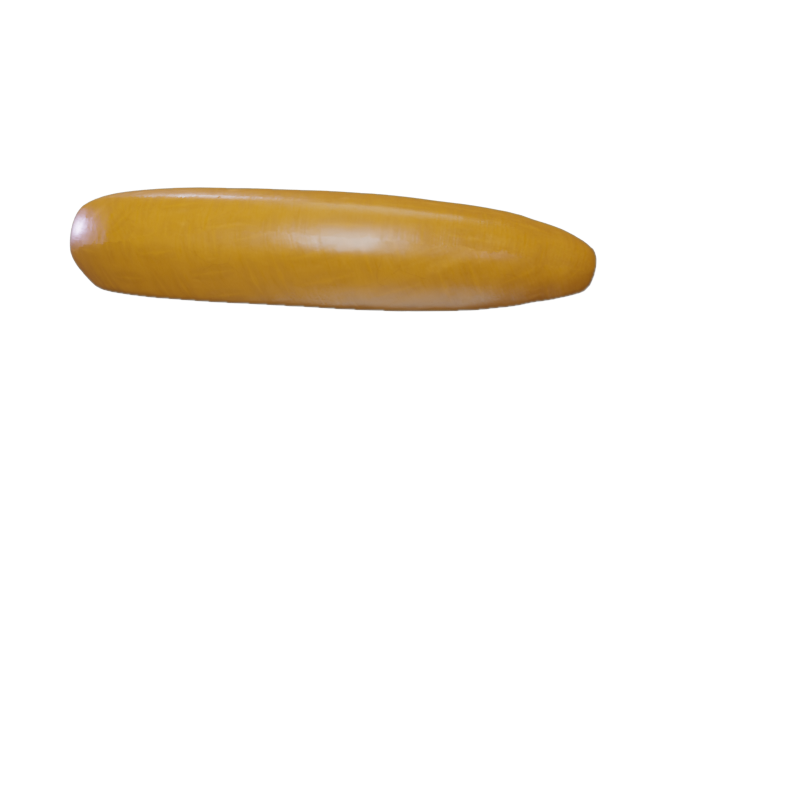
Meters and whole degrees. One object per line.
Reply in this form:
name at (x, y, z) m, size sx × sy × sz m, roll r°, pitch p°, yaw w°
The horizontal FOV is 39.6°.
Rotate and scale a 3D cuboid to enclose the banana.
banana at (-0.041, -0.051, 0.360) m, size 0.206 × 0.036 × 0.068 m, roll 7°, pitch 11°, yaw 31°
